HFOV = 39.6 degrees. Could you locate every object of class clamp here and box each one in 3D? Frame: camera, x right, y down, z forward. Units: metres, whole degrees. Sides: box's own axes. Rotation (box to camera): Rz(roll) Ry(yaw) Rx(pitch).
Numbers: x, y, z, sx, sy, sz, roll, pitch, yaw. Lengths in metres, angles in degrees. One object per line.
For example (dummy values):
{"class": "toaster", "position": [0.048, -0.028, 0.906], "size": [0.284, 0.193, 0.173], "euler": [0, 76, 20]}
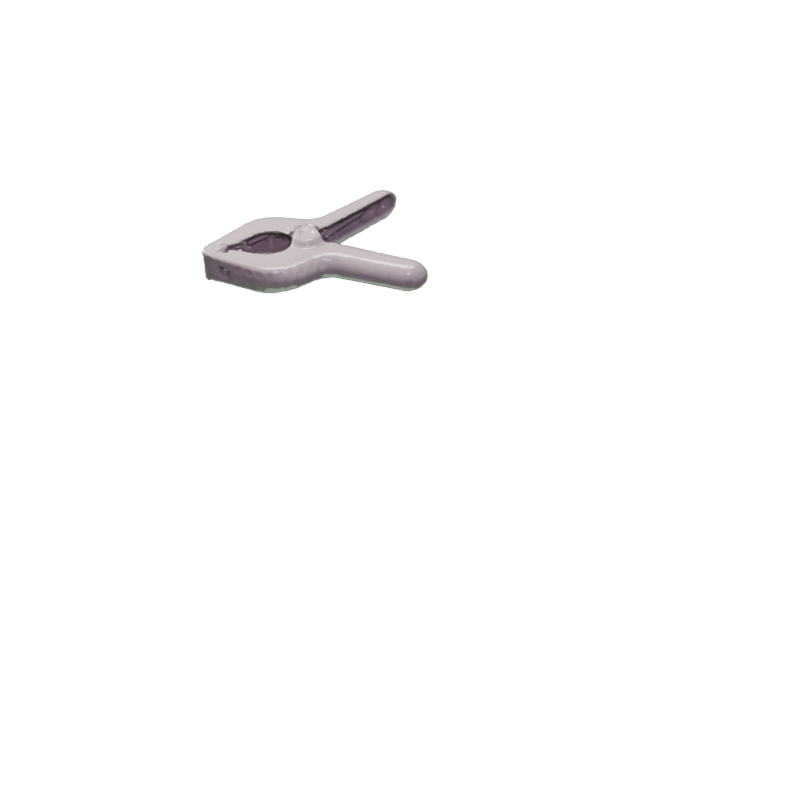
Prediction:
{"class": "clamp", "position": [-0.069, -0.125, 0.878], "size": [0.171, 0.037, 0.128], "euler": [-1, 35, -2]}
